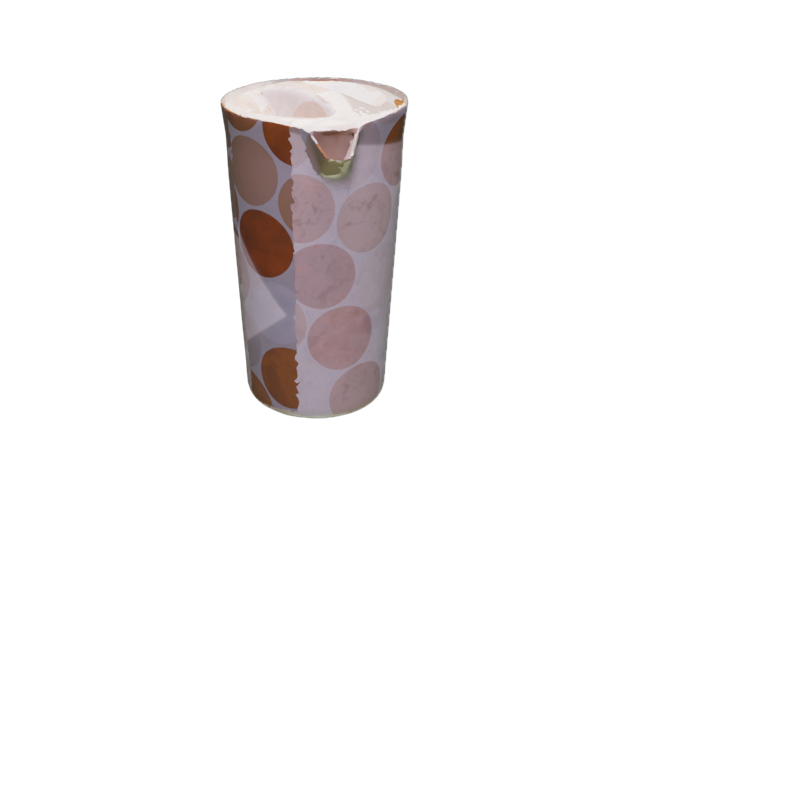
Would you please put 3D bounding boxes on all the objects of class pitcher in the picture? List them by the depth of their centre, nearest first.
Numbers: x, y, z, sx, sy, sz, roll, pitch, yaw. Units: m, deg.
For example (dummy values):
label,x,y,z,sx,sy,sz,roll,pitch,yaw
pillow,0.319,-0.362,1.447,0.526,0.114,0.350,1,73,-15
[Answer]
label,x,y,z,sx,sy,sz,roll,pitch,yaw
pitcher,-0.066,-0.120,0.840,0.152,0.231,0.150,15,28,27
